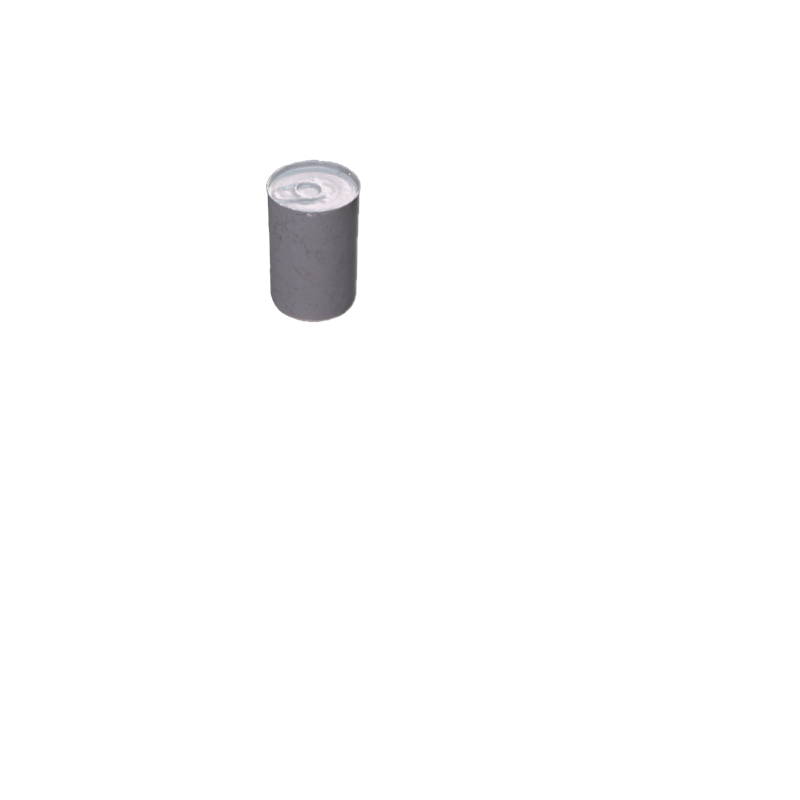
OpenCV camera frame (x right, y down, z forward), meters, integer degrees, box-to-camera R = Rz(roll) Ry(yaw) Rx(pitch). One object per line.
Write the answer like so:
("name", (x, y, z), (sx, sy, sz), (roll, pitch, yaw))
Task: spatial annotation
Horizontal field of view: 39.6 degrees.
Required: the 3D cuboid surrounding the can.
("can", (-0.064, -0.118, 0.823), (0.068, 0.095, 0.073), (0, 40, -3))
